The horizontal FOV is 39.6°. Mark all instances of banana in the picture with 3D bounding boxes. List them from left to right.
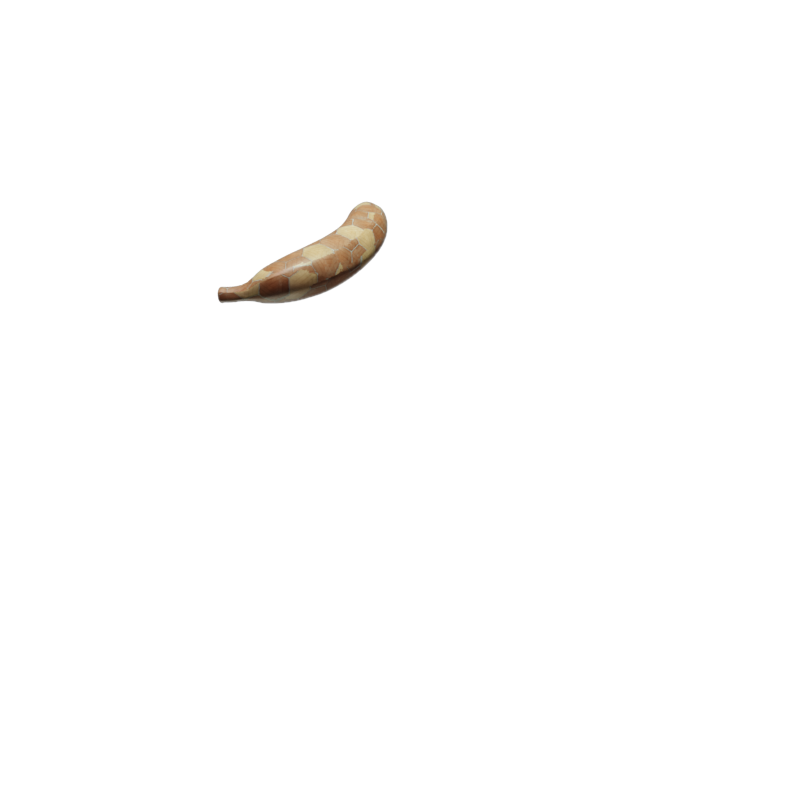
[{"bbox_3d":[-0.055,-0.118,0.868,0.073,0.035,0.199,18,34,28],"label":"banana"}]
